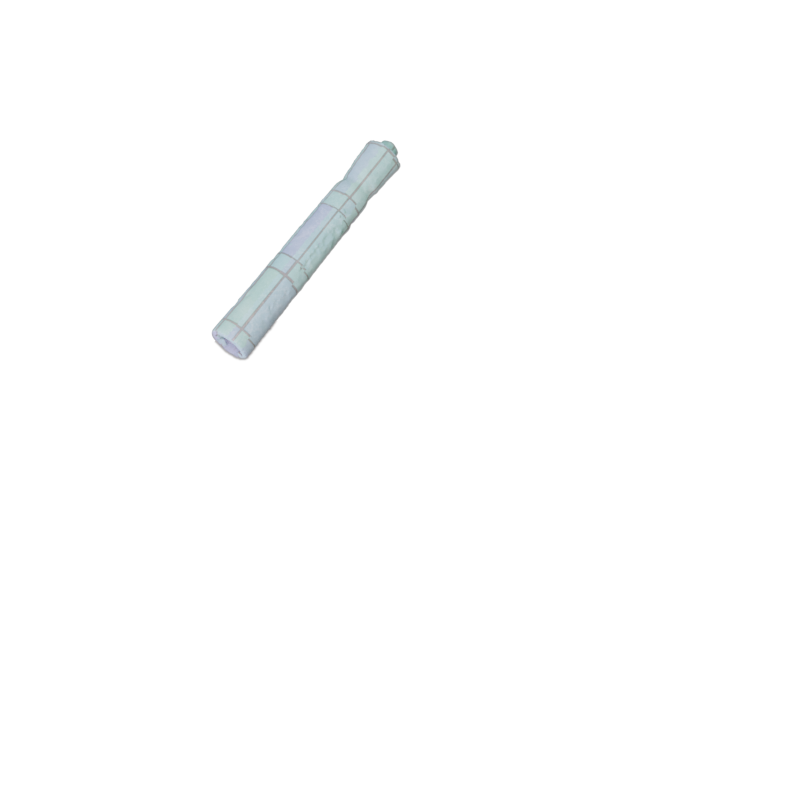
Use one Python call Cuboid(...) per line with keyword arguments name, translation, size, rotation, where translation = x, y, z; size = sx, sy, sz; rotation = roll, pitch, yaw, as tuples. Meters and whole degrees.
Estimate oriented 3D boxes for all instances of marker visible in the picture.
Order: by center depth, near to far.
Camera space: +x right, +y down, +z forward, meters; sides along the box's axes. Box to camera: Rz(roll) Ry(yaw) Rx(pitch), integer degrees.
Cuboid(name="marker", translation=(-0.038, -0.069, 0.482), size=(0.020, 0.124, 0.019), rotation=(31, -22, 11))
